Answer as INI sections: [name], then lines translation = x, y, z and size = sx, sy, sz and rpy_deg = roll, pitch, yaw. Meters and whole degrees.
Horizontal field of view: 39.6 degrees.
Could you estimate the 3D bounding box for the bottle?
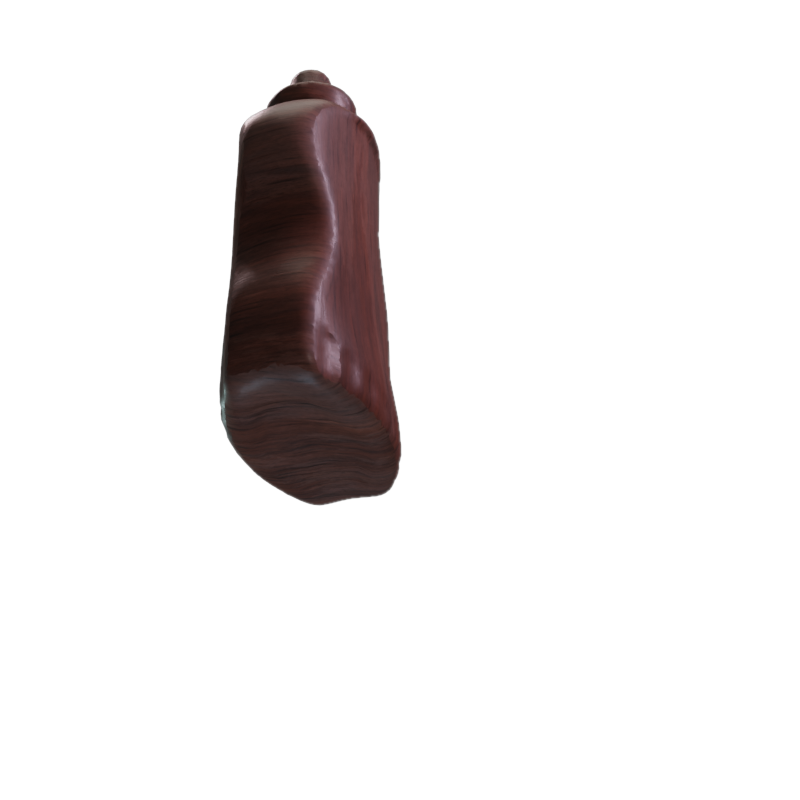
[bottle]
translation = -0.036, -0.064, 0.449
size = 0.059, 0.205, 0.088
rpy_deg = -14, -38, 14
